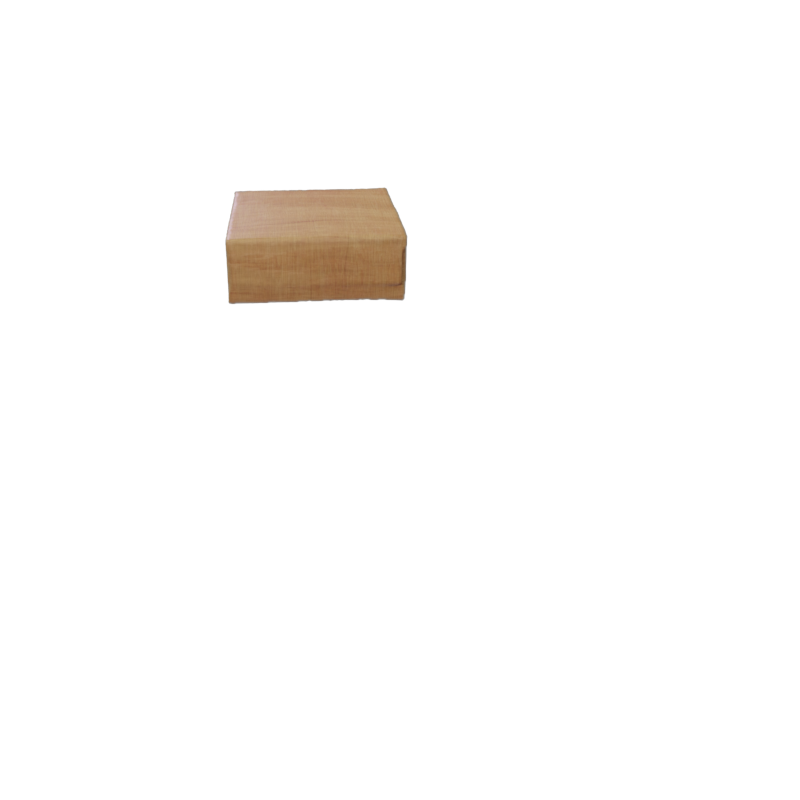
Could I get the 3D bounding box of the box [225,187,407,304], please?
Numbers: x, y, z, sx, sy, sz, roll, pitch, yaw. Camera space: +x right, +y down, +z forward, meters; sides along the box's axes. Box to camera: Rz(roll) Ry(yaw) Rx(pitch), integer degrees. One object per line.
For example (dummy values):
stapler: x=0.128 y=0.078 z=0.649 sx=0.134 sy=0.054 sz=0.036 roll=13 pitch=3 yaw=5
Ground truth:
box: x=-0.047 y=-0.085 z=0.596 sx=0.089 sy=0.037 sz=0.118 roll=-1 pitch=20 yaw=-4
